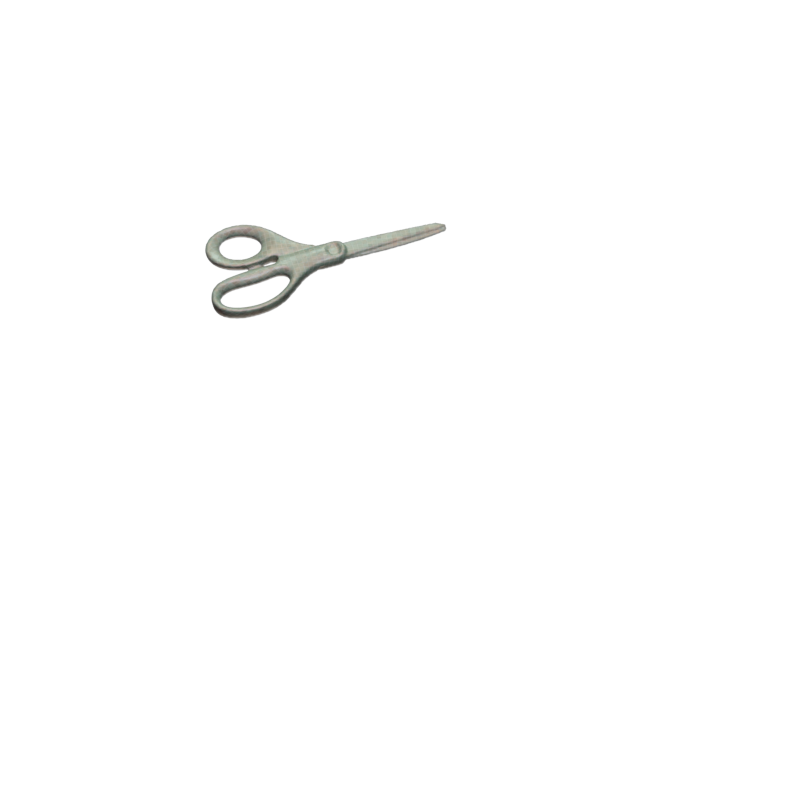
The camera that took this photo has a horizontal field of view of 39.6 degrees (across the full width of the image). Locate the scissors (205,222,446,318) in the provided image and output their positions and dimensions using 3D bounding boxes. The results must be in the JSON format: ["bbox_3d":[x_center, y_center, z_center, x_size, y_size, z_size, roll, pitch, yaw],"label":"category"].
[{"bbox_3d":[-0.071,-0.129,0.906,0.201,0.103,0.015,-29,-31,-20],"label":"scissors"}]
